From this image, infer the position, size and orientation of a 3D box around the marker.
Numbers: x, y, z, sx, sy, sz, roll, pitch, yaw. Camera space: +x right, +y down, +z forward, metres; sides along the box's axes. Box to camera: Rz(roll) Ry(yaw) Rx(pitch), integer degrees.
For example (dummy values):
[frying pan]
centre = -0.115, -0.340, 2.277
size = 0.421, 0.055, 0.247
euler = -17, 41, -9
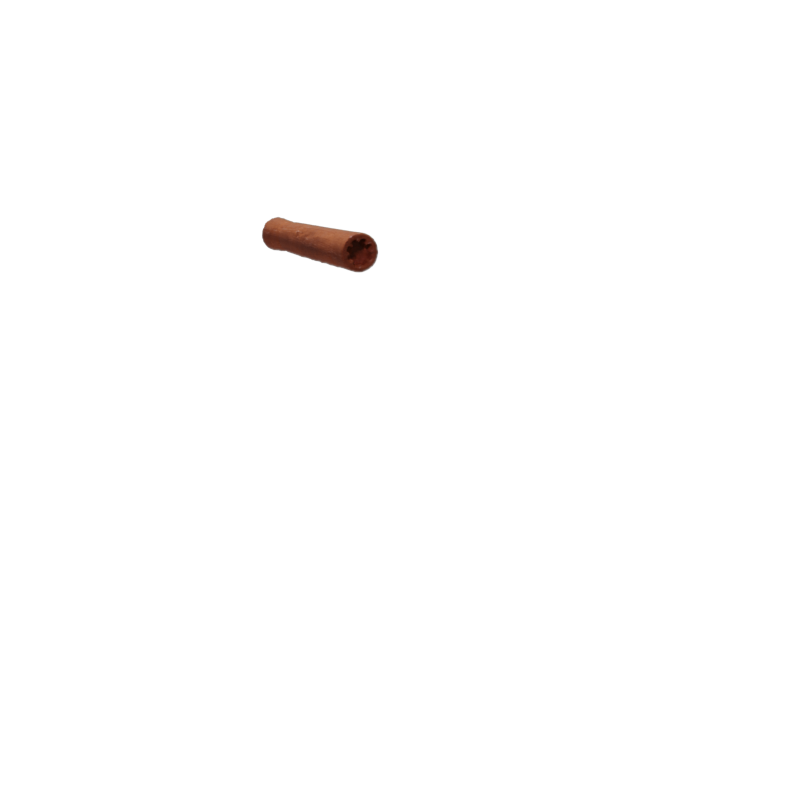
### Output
[marker]
centre = -0.045, -0.082, 0.572
size = 0.019, 0.019, 0.127
euler = -2, 13, -25
